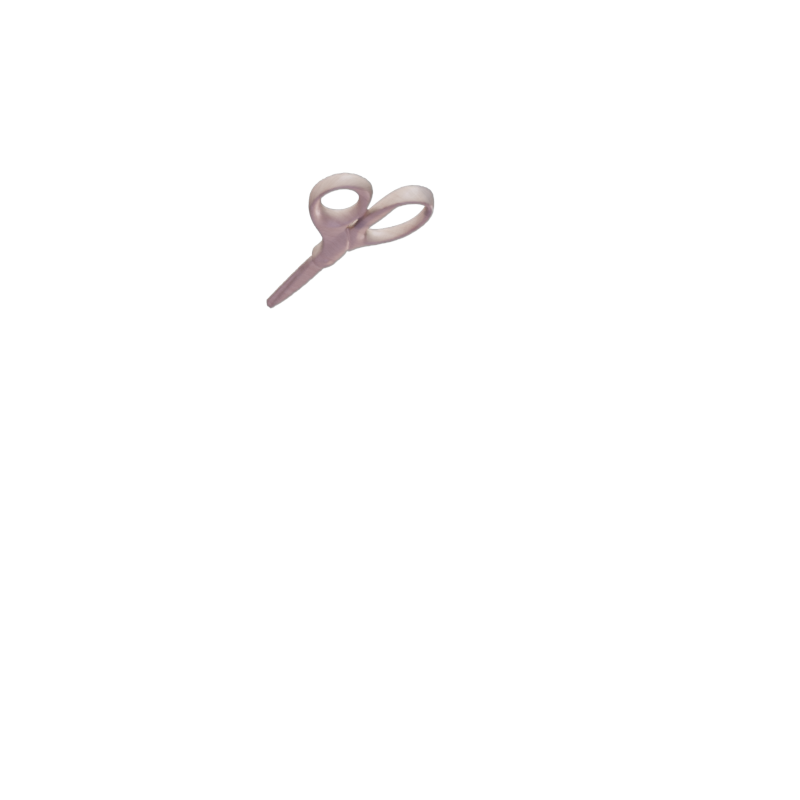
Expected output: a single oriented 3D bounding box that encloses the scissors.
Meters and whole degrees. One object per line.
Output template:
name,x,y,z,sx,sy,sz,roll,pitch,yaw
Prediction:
scissors,-0.064,-0.118,0.824,0.203,0.017,0.090,-21,-32,38
